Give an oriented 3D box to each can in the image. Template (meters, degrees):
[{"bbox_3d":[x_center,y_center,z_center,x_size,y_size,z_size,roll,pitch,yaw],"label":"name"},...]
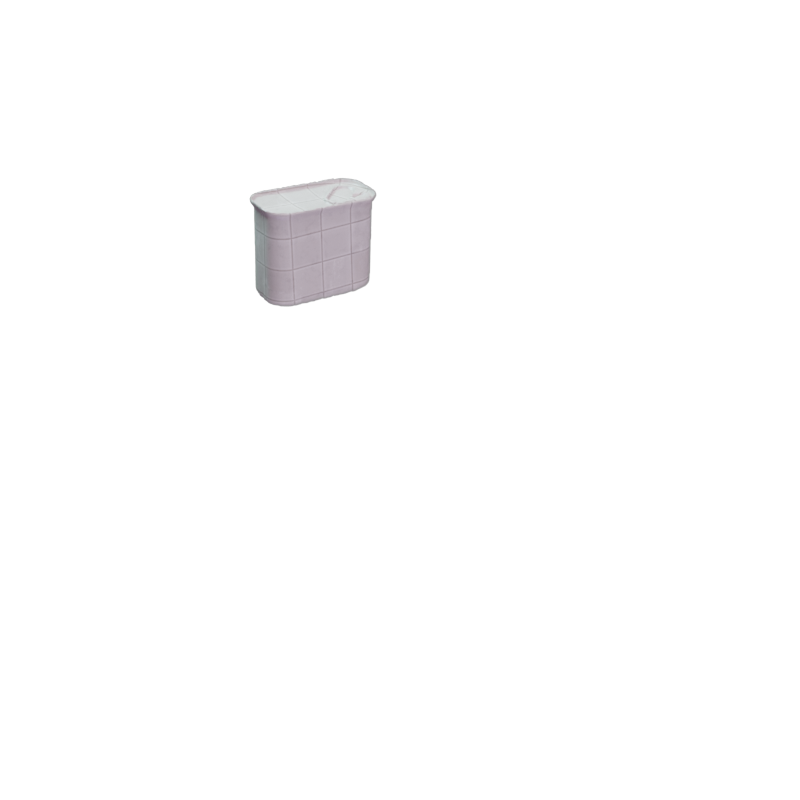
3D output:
[{"bbox_3d":[-0.072,-0.131,0.920,0.100,0.079,0.062,-14,30,-27],"label":"can"}]
